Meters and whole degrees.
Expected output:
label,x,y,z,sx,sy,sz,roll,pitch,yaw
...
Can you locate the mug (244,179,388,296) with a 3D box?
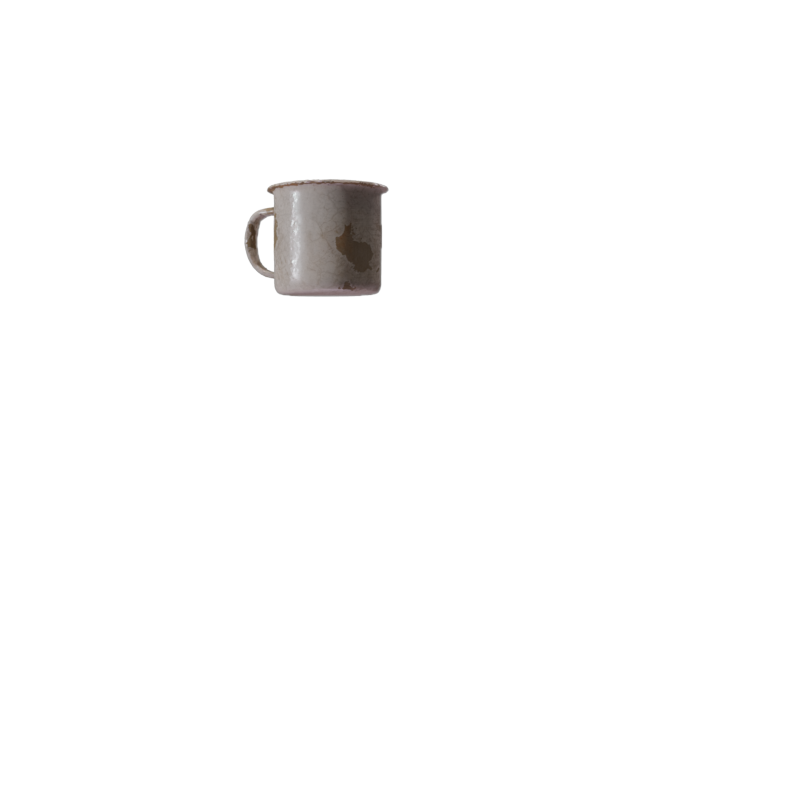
label,x,y,z,sx,sy,sz,roll,pitch,yaw
mug,-0.066,-0.121,0.846,0.120,0.082,0.090,0,-1,21
